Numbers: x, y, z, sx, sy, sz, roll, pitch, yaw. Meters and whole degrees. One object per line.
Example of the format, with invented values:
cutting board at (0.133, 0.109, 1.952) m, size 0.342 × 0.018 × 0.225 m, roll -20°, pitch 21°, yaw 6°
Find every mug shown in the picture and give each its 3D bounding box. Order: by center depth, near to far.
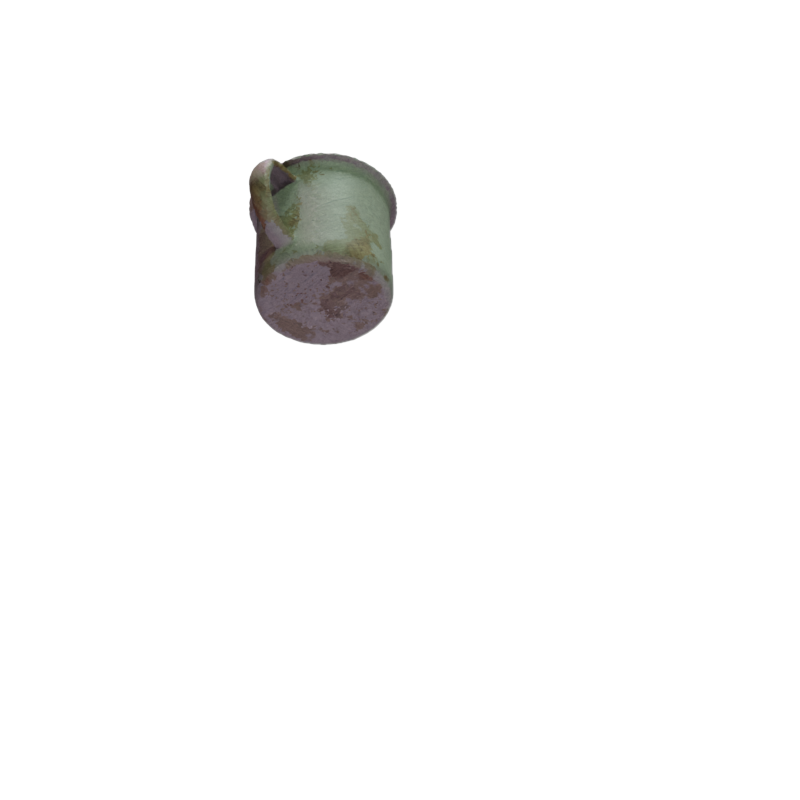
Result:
mug at (-0.052, -0.094, 0.661) m, size 0.094 × 0.087 × 0.108 m, roll -21°, pitch -46°, yaw 20°
